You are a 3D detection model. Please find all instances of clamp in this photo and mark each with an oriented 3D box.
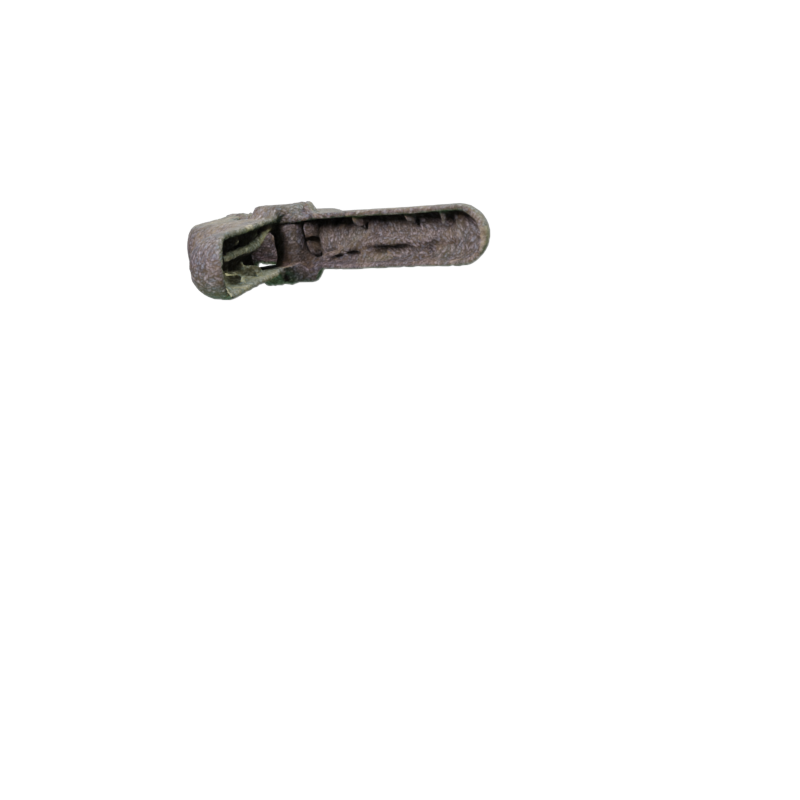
[{"bbox_3d":[-0.038,-0.070,0.489,0.118,0.038,0.178,-3,13,-13],"label":"clamp"}]
